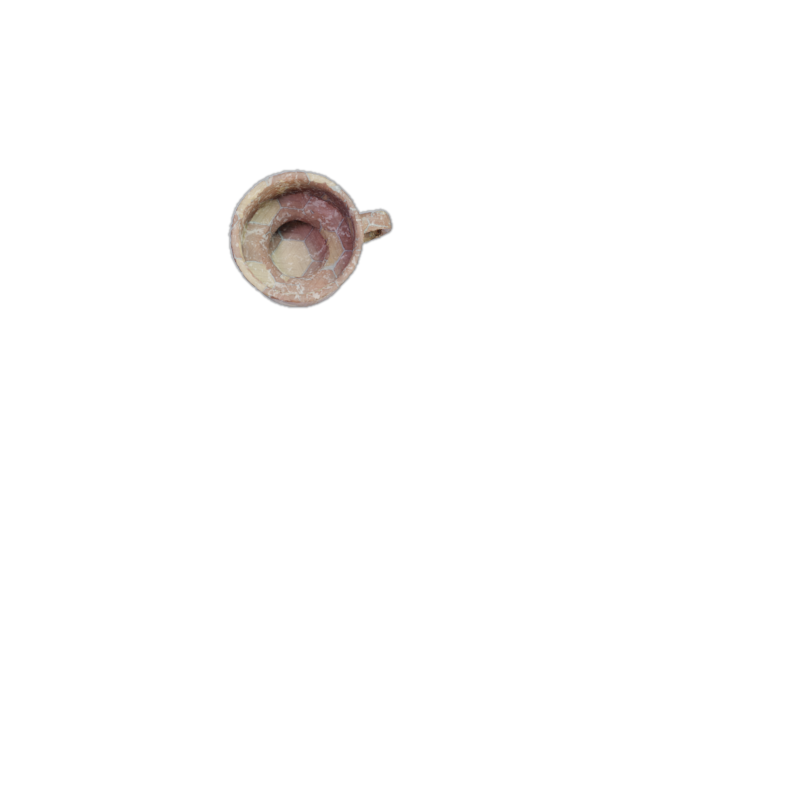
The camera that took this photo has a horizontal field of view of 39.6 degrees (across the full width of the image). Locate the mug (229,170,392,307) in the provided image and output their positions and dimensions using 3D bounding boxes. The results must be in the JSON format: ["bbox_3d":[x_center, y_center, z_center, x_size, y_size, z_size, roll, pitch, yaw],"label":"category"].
[{"bbox_3d":[-0.063,-0.115,0.806,0.117,0.096,0.080,-17,-7,-4],"label":"mug"}]
